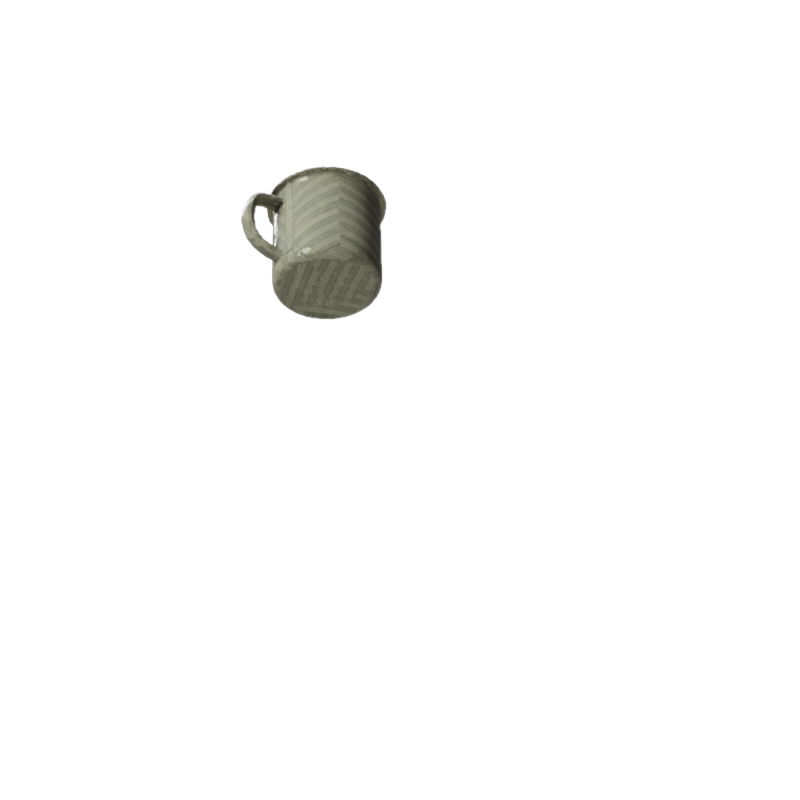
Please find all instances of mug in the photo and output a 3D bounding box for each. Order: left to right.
[{"bbox_3d":[-0.065,-0.119,0.832,0.112,0.087,0.091,21,-42,-27],"label":"mug"}]
